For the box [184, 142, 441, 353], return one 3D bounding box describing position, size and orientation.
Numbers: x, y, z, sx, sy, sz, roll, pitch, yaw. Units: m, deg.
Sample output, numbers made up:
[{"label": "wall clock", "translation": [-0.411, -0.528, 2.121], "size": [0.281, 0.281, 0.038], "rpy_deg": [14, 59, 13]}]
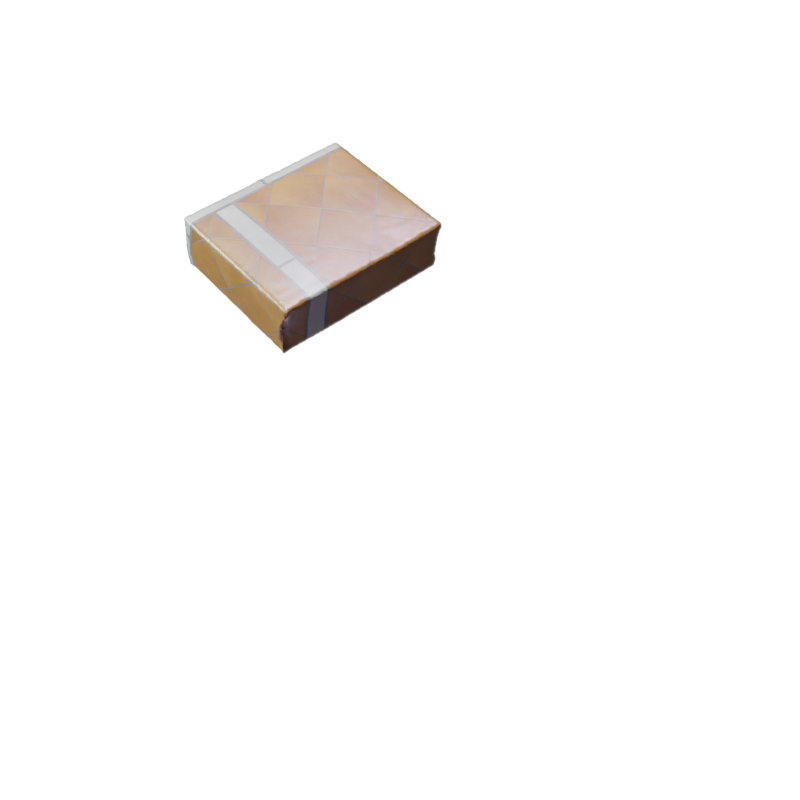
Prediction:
[{"label": "box", "translation": [-0.048, -0.088, 0.614], "size": [0.114, 0.036, 0.096], "rpy_deg": [-34, 57, -27]}]
